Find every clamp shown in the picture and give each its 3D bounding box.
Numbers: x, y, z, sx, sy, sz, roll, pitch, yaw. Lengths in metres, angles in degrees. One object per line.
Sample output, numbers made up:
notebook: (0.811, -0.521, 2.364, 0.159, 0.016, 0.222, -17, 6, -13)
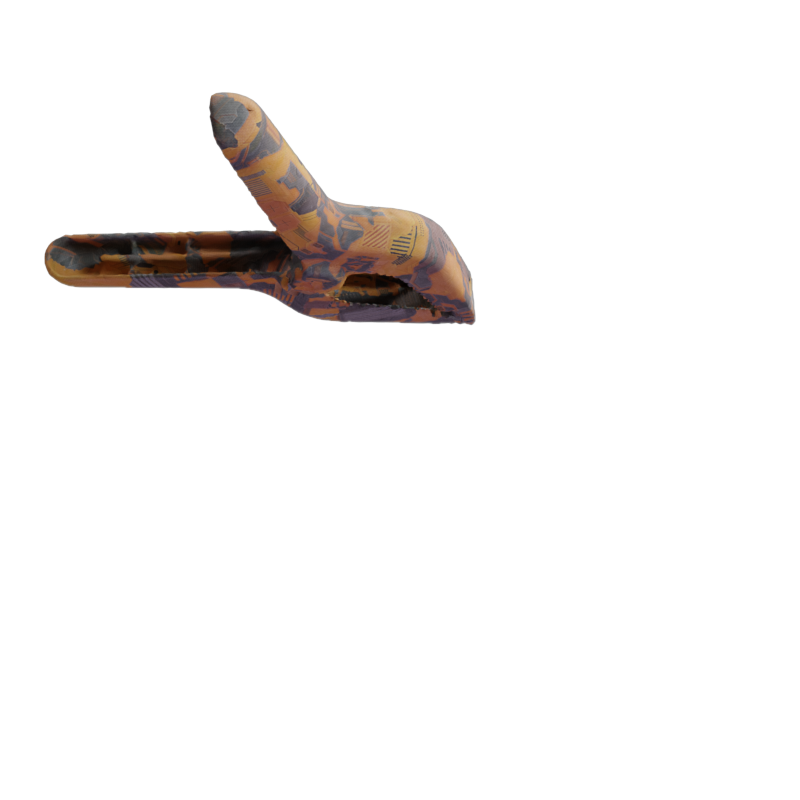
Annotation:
clamp: (-0.040, -0.073, 0.515, 0.201, 0.038, 0.163, 11, -23, -28)
